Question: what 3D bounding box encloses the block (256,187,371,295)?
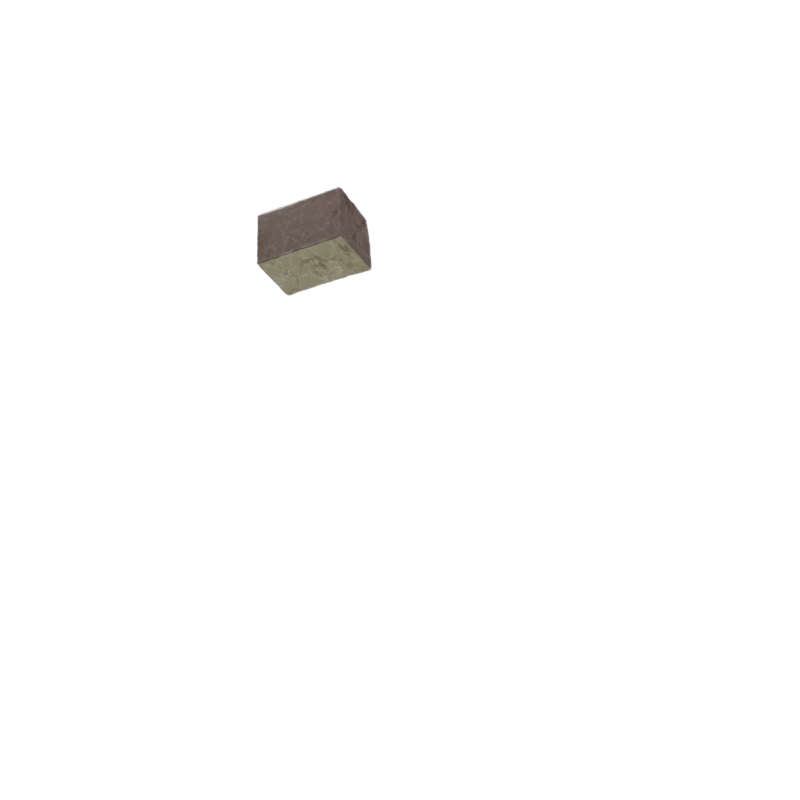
[{"bbox_3d":[-0.069,-0.126,0.885,0.079,0.055,0.049,-15,-35,21],"label":"block"}]
